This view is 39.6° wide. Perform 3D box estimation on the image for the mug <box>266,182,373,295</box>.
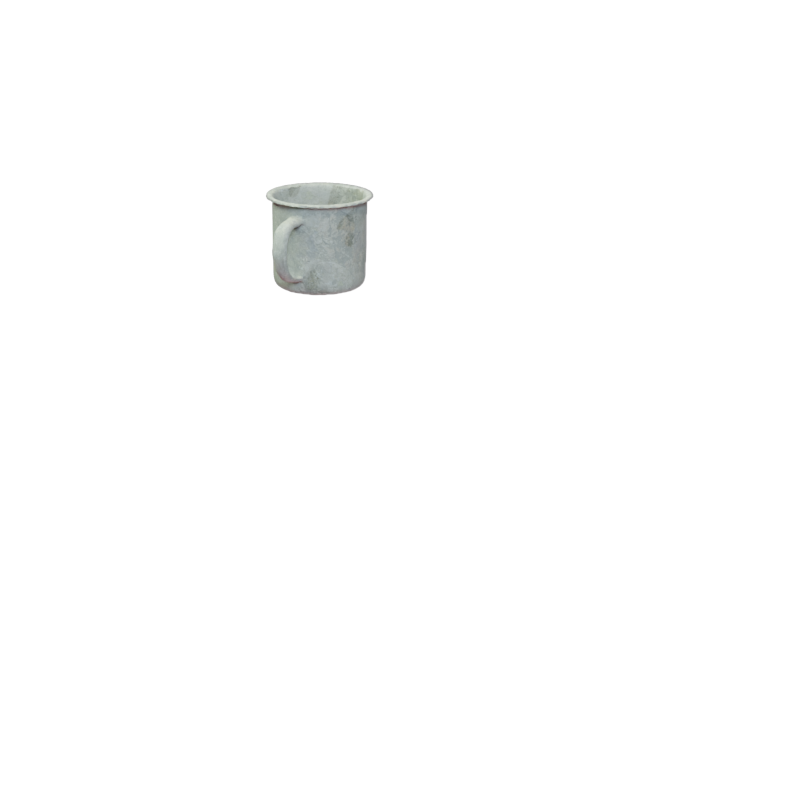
[{"bbox_3d":[-0.075,-0.137,0.959,0.097,0.078,0.118,9,22,22],"label":"mug"}]
